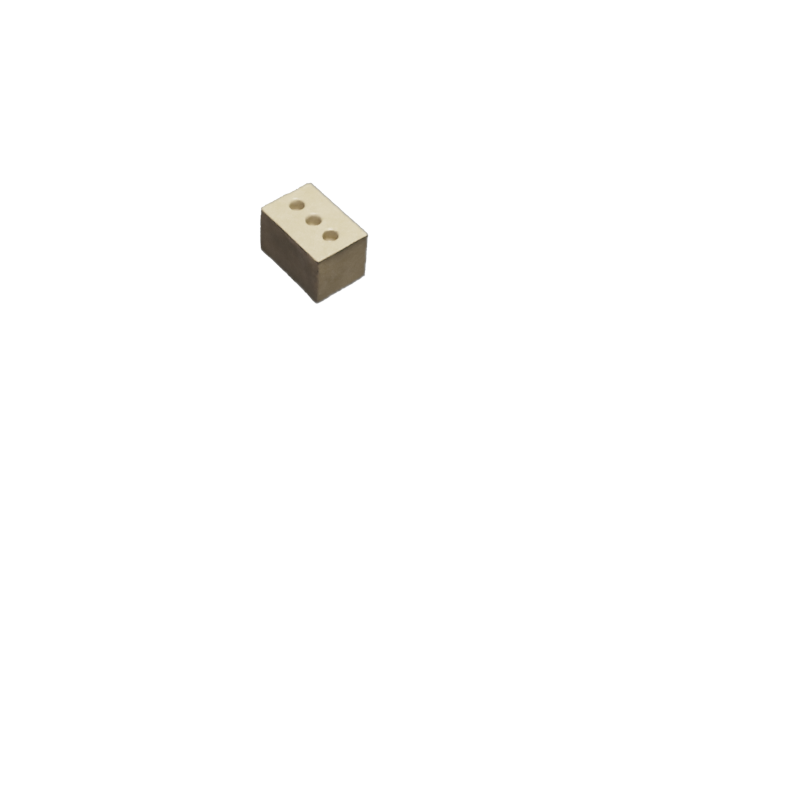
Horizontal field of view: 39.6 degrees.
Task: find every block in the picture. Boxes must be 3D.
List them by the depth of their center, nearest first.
[{"bbox_3d":[-0.070,-0.127,0.892,0.053,0.048,0.083,-31,57,-25],"label":"block"}]
